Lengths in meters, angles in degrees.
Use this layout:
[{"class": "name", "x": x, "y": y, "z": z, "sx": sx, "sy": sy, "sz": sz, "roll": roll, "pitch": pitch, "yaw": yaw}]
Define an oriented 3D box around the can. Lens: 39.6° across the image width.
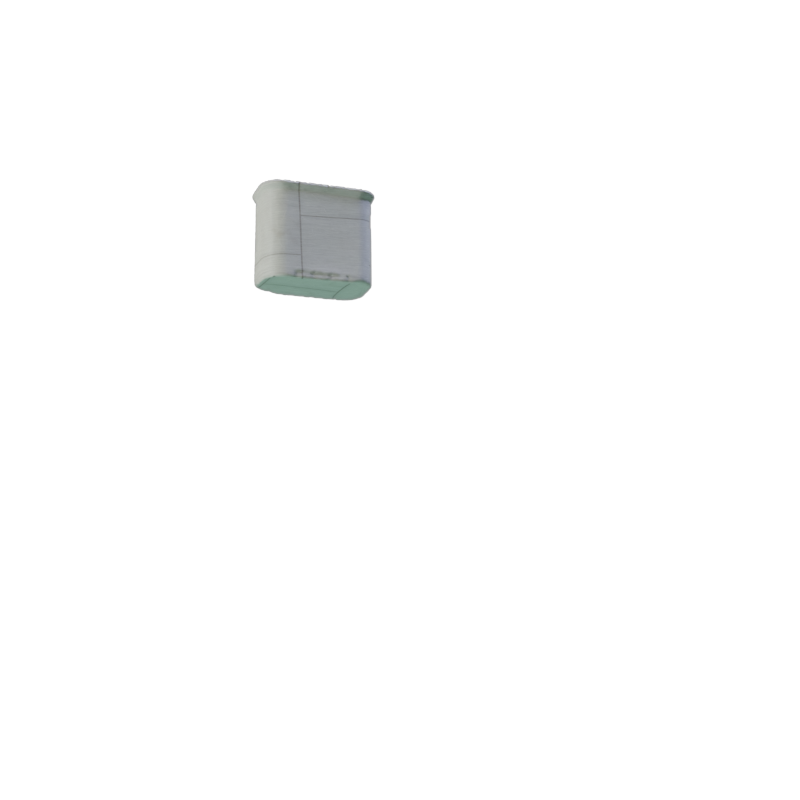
[{"class": "can", "x": -0.073, "y": -0.134, "z": 0.936, "sx": 0.099, "sy": 0.087, "sz": 0.057, "roll": 4, "pitch": -18, "yaw": -18}]
